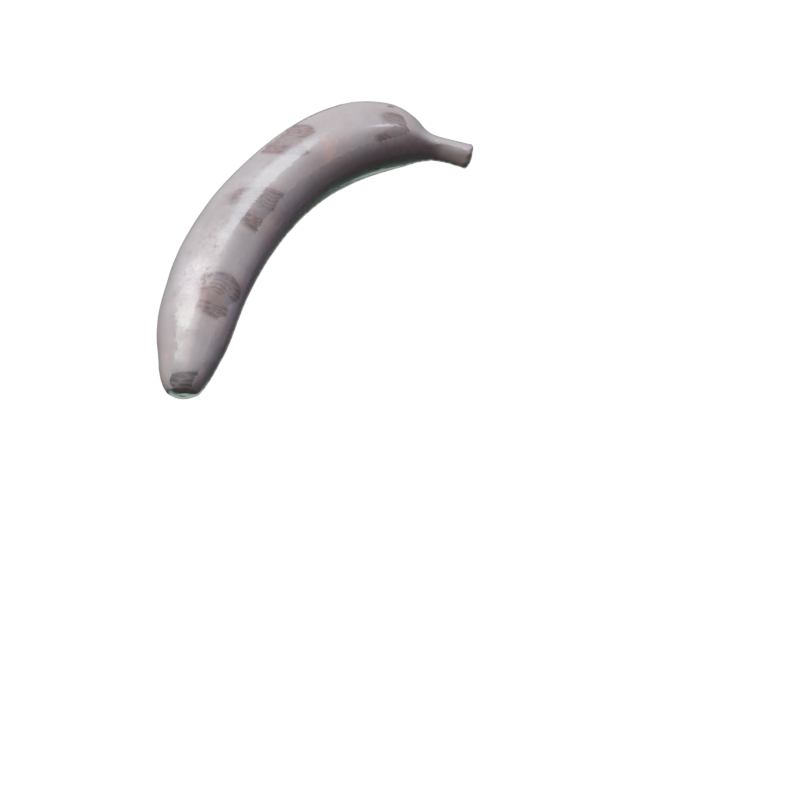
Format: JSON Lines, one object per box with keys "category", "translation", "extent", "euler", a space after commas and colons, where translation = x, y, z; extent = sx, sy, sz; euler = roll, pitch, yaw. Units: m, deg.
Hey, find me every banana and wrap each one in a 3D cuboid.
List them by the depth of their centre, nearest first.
{"category": "banana", "translation": [-0.050, -0.084, 0.504], "extent": [0.073, 0.201, 0.034], "euler": [35, -28, 21]}
